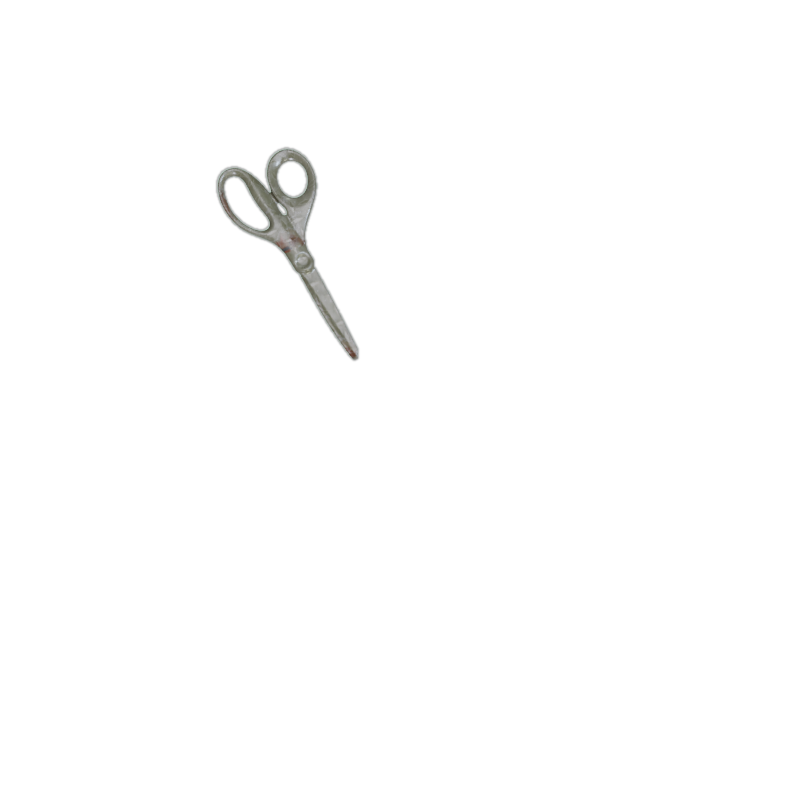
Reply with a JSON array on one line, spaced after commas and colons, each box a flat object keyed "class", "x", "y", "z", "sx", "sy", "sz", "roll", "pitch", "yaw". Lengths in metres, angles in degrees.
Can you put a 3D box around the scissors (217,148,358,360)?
[{"class": "scissors", "x": -0.077, "y": -0.140, "z": 0.978, "sx": 0.097, "sy": 0.206, "sz": 0.015, "roll": -44, "pitch": -8, "yaw": -8}]
